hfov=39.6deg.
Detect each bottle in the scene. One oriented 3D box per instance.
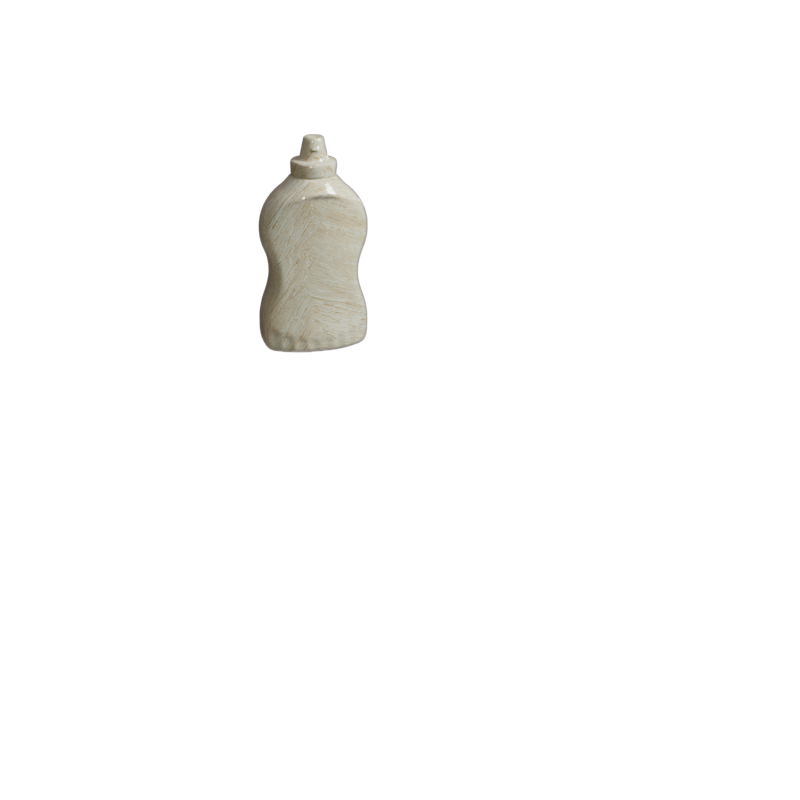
[{"bbox_3d":[-0.077,-0.140,0.982,0.095,0.184,0.062,-3,20,-13],"label":"bottle"}]
